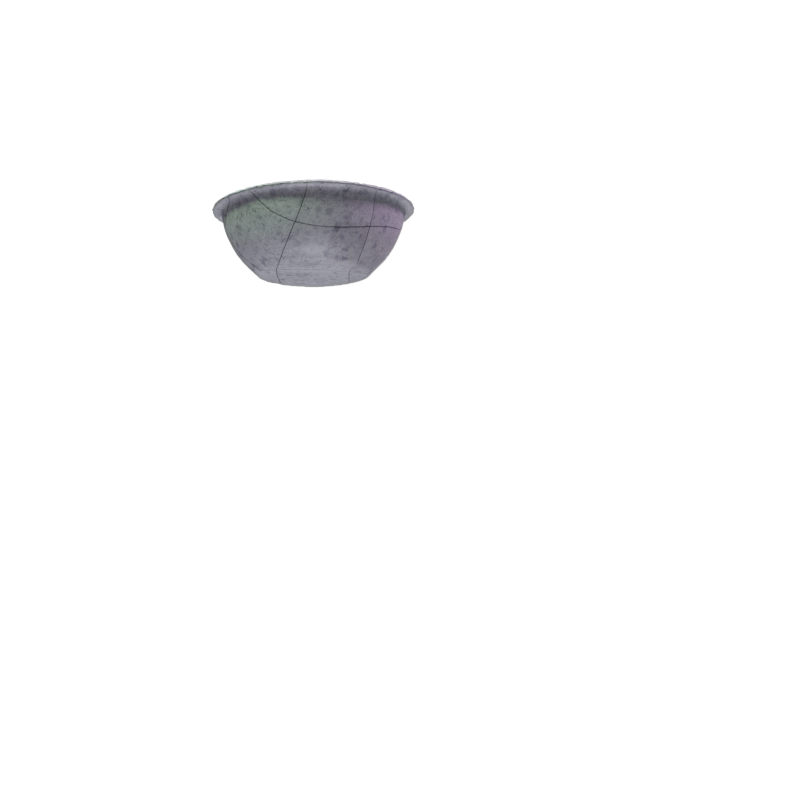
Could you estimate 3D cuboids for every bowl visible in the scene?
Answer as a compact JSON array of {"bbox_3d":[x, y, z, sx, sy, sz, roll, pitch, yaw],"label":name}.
[{"bbox_3d":[-0.069,-0.126,0.886,0.162,0.057,0.158,0,-8,-2],"label":"bowl"}]
